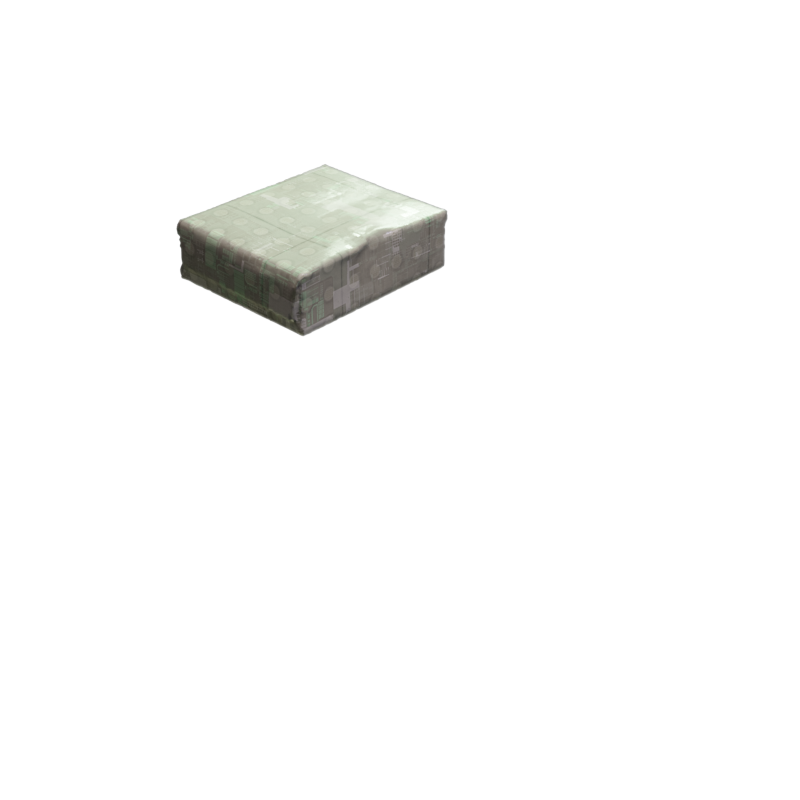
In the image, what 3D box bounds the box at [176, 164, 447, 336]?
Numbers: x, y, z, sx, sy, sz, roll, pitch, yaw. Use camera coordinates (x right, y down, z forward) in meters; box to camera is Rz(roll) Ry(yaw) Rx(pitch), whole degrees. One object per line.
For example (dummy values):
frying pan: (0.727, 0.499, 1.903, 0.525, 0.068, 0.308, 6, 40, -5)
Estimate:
box: (-0.036, -0.066, 0.461, 0.078, 0.028, 0.089, 26, 40, 36)
